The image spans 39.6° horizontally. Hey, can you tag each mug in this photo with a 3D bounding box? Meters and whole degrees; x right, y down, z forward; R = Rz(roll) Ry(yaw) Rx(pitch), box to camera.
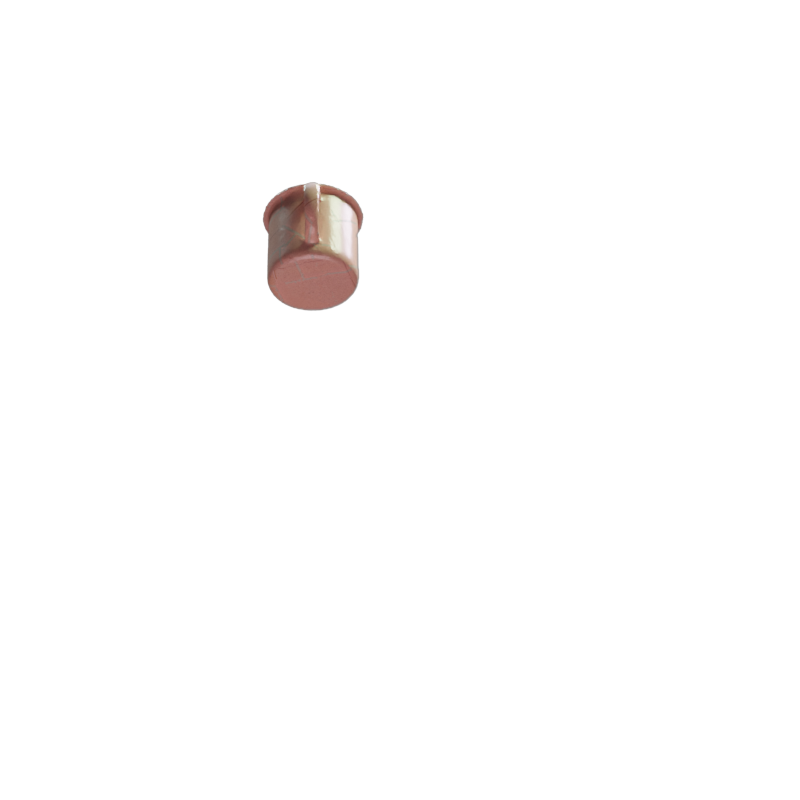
[{"bbox_3d":[-0.078,-0.142,0.994,0.093,0.087,0.109,1,-38,-4],"label":"mug"}]
